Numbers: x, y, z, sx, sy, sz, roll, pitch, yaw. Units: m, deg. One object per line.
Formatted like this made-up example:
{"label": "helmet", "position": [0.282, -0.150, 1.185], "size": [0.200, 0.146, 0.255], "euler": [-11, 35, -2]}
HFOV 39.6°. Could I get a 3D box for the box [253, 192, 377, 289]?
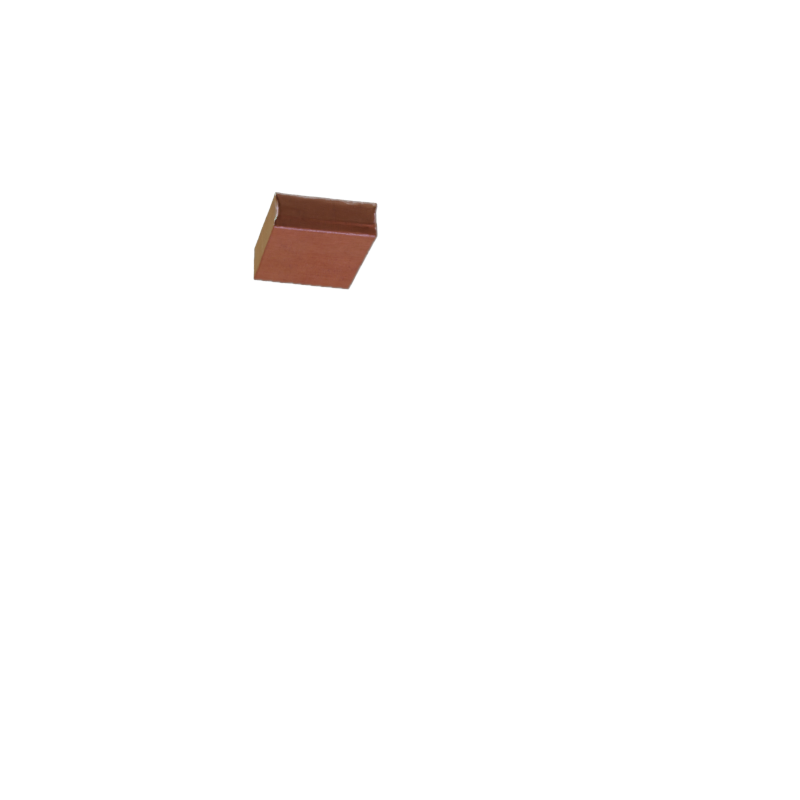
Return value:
{"label": "box", "position": [-0.061, -0.112, 0.785], "size": [0.072, 0.032, 0.086], "euler": [5, -23, -13]}
